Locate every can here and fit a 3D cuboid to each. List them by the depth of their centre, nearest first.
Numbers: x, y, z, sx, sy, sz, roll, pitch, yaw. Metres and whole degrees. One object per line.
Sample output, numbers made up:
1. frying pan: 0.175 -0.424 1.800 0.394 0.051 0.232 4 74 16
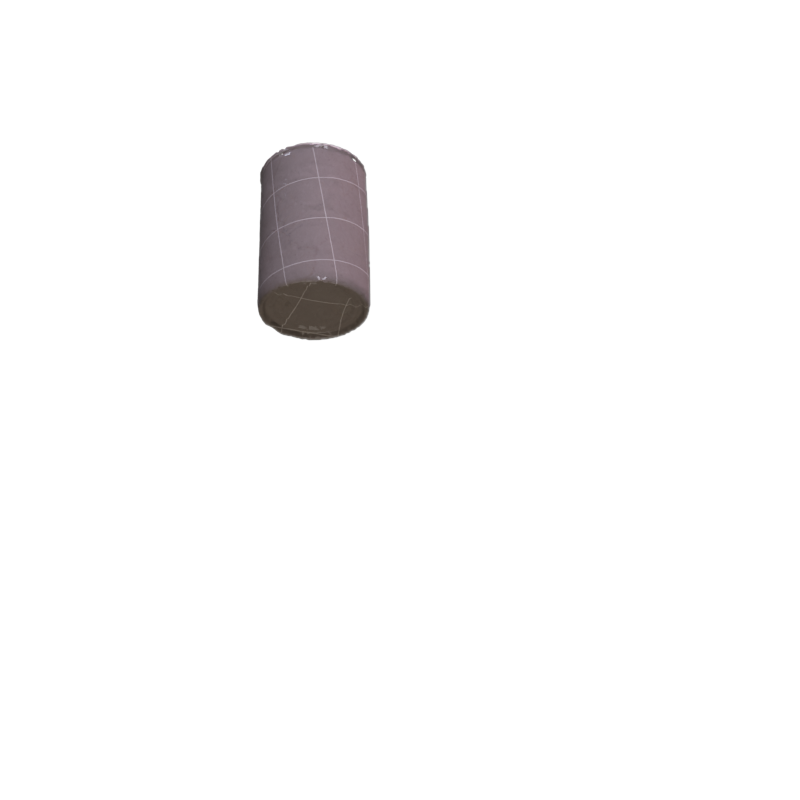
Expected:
1. can: -0.053 -0.096 0.676 0.068 0.109 0.064 -1 -33 -2
